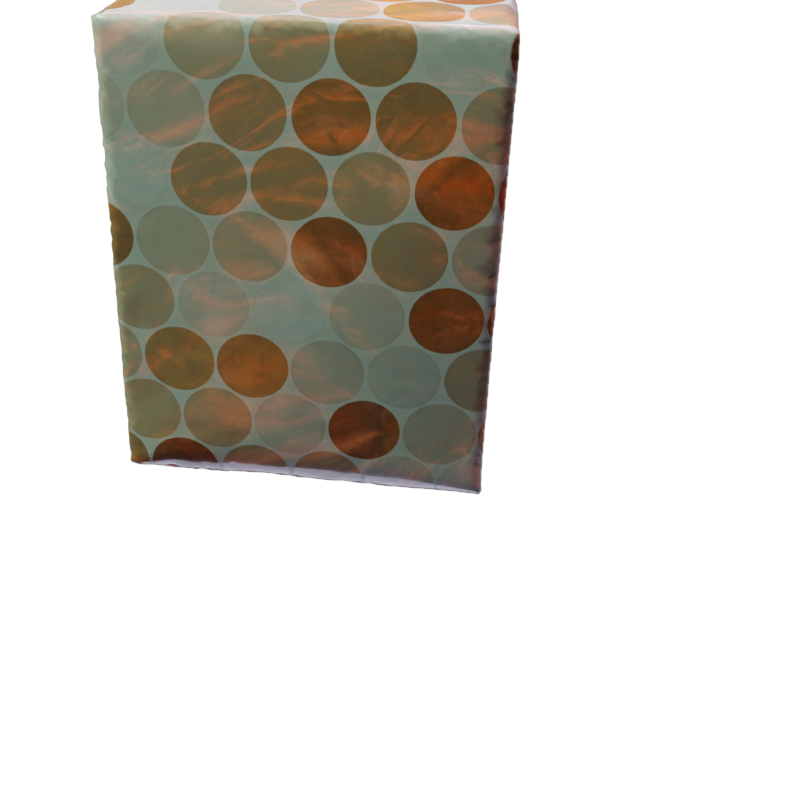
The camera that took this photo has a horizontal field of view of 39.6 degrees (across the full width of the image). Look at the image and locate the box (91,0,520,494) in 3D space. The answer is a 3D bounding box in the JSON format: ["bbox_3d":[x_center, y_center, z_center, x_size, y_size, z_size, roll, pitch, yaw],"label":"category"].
[{"bbox_3d":[-0.038,-0.069,0.485,0.166,0.202,0.075,5,28,6],"label":"box"}]
